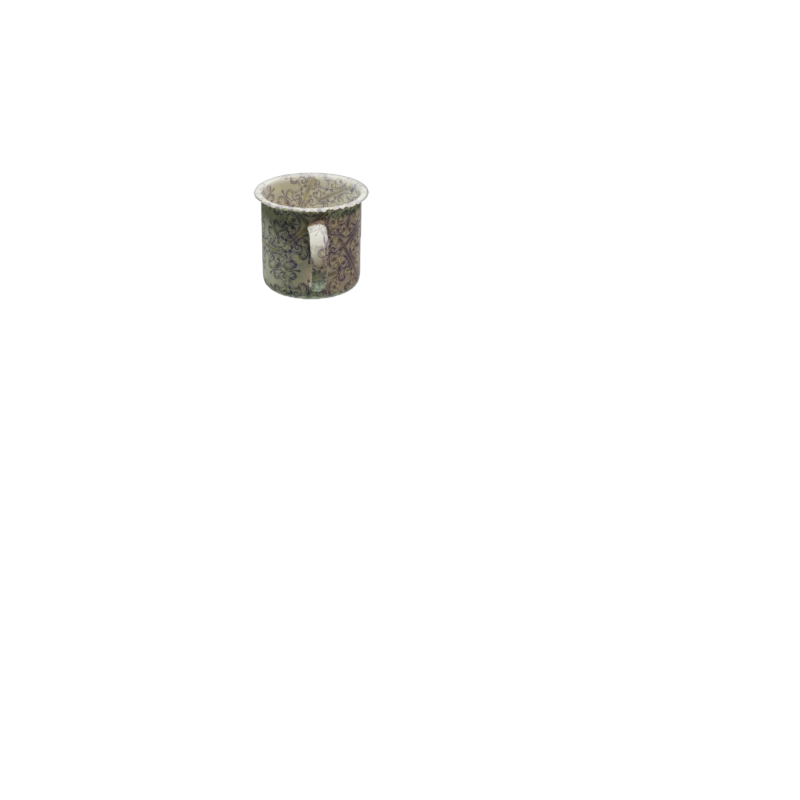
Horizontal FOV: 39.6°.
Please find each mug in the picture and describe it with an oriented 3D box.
[{"bbox_3d":[-0.071,-0.129,0.903,0.092,0.077,0.125,-4,27,-10],"label":"mug"}]
